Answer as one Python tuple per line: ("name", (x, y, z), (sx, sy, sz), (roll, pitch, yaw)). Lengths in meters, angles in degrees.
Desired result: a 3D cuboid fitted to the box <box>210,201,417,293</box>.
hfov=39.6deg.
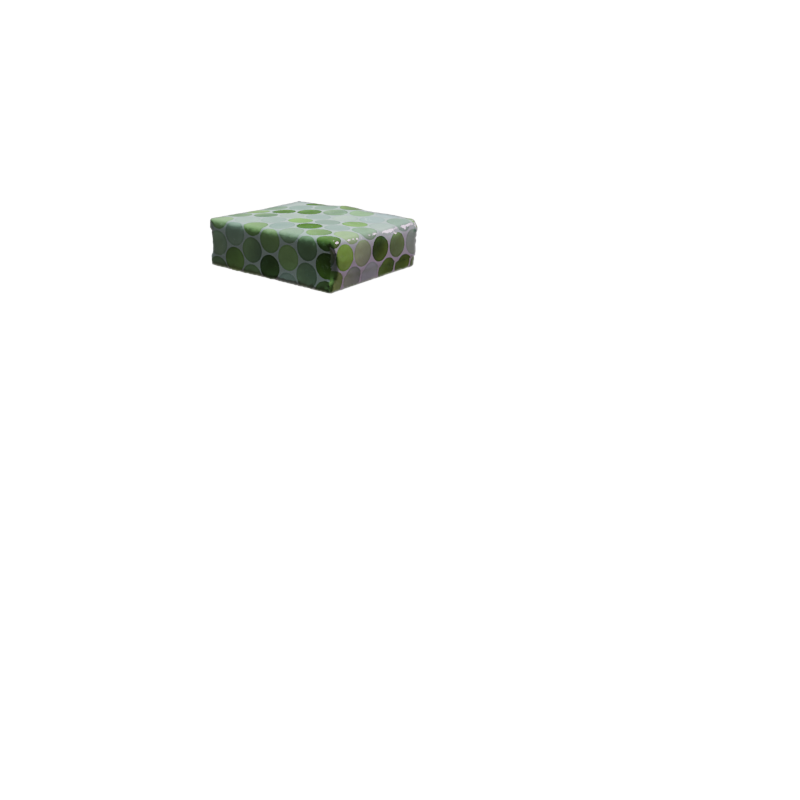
("box", (-0.047, -0.086, 0.605), (0.094, 0.029, 0.072), (15, 24, 37))
